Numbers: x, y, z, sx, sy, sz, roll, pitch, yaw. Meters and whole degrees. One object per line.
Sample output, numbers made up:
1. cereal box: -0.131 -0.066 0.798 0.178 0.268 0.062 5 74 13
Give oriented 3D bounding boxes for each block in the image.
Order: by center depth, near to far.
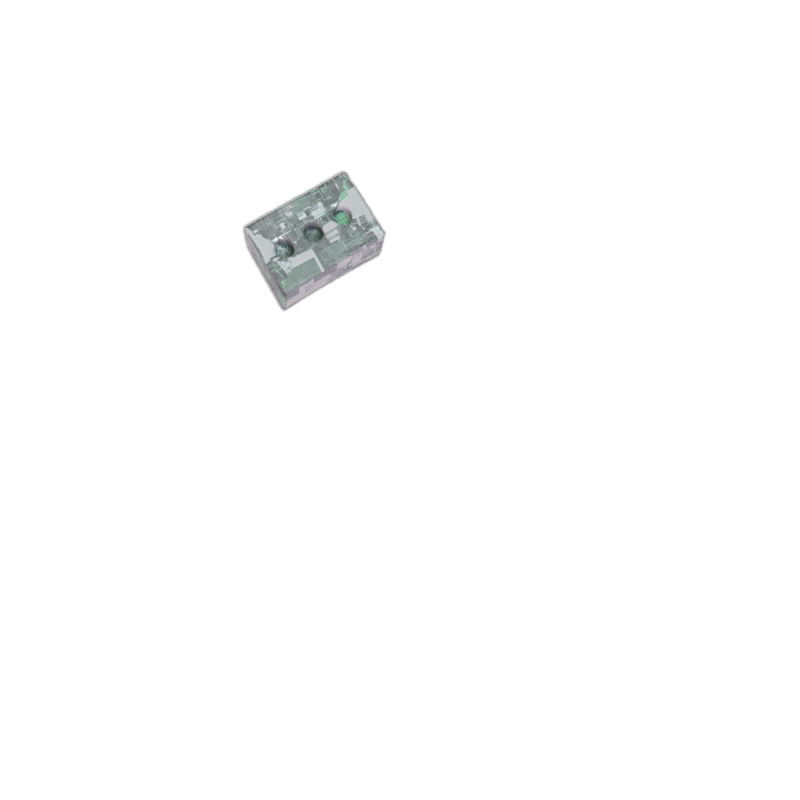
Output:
1. block: -0.057 -0.105 0.733 0.078 0.054 0.050 -31 -9 -8
